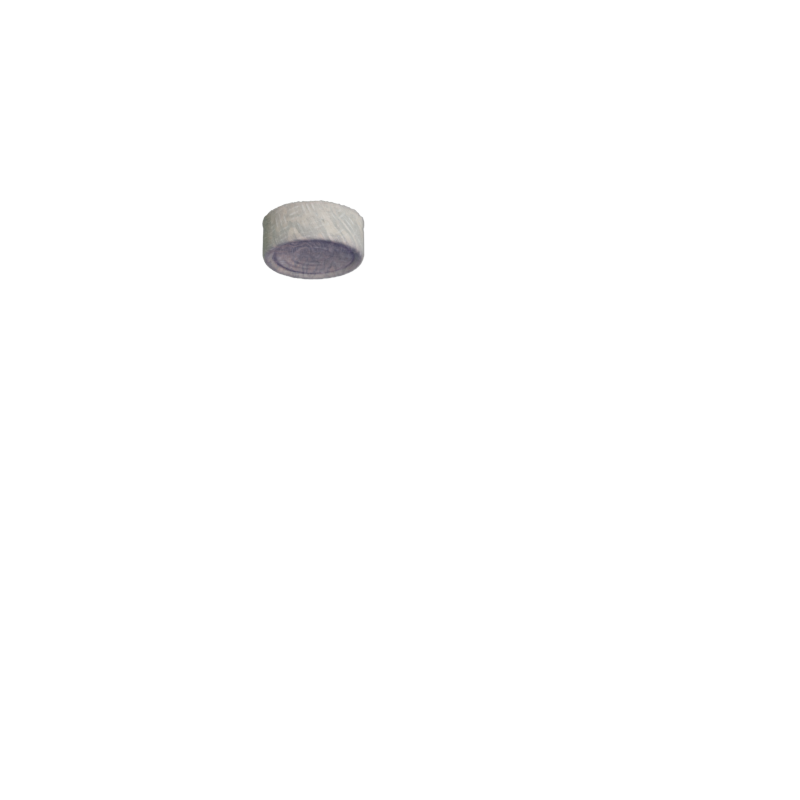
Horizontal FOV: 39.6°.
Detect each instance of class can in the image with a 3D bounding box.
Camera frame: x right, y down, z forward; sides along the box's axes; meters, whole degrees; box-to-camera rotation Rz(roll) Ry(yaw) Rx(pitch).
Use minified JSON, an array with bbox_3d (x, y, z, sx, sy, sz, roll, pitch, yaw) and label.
[{"bbox_3d":[-0.072,-0.132,0.922,0.086,0.035,0.082,0,-20,-2],"label":"can"}]
